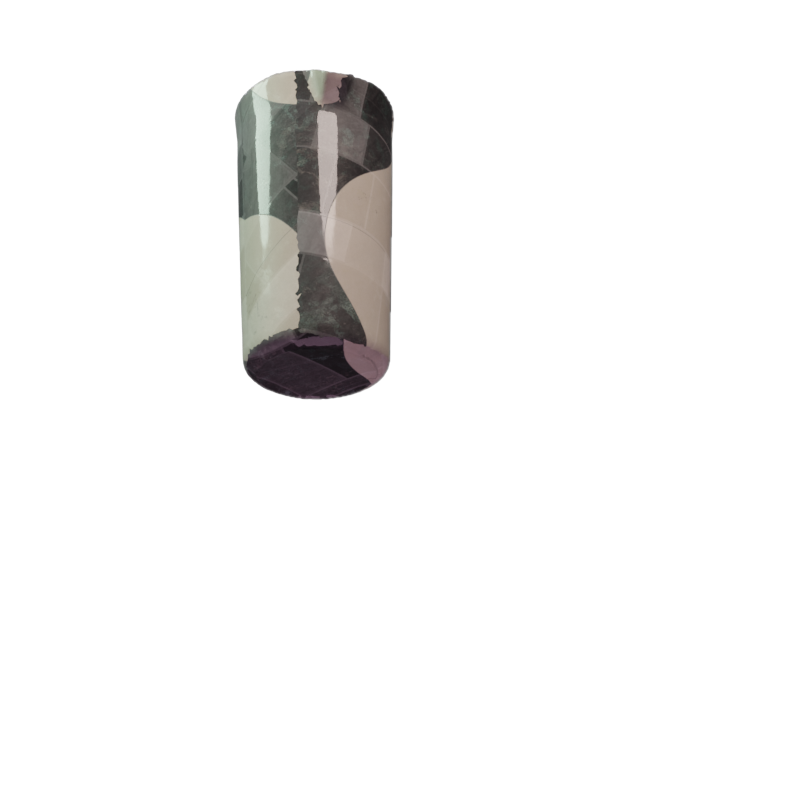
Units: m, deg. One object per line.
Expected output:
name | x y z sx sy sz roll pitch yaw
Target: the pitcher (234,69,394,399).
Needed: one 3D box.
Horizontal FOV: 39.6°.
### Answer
pitcher | -0.069 -0.125 0.877 0.147 0.259 0.138 -17 -33 25
